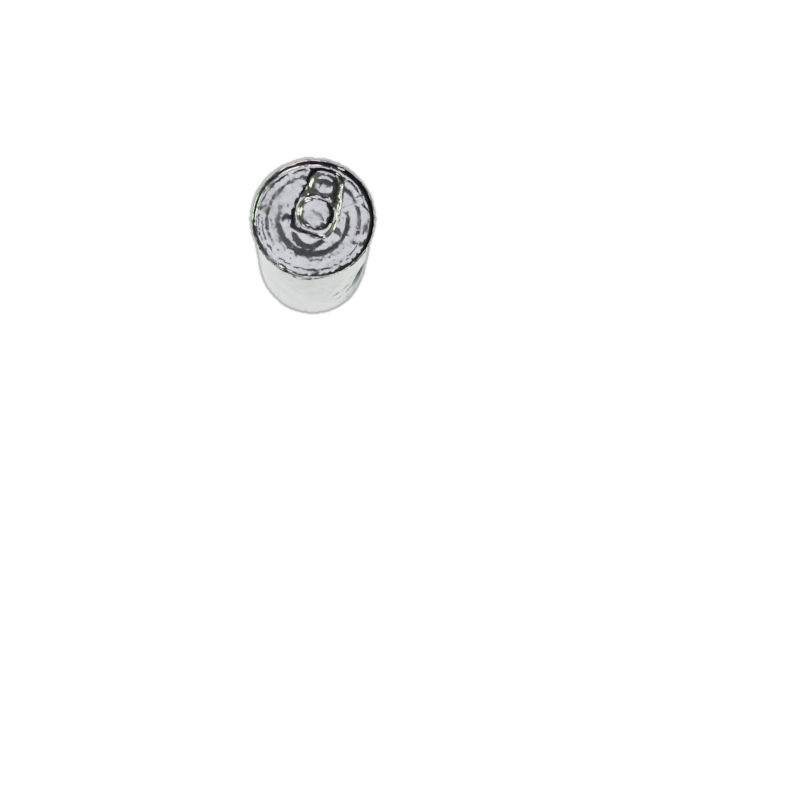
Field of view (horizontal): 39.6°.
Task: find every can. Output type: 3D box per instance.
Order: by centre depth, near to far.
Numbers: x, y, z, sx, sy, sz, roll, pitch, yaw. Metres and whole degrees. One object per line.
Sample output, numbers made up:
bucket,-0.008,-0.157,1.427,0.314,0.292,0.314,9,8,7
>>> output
can,-0.051,-0.093,0.649,0.068,0.071,0.099,0,-10,-3
